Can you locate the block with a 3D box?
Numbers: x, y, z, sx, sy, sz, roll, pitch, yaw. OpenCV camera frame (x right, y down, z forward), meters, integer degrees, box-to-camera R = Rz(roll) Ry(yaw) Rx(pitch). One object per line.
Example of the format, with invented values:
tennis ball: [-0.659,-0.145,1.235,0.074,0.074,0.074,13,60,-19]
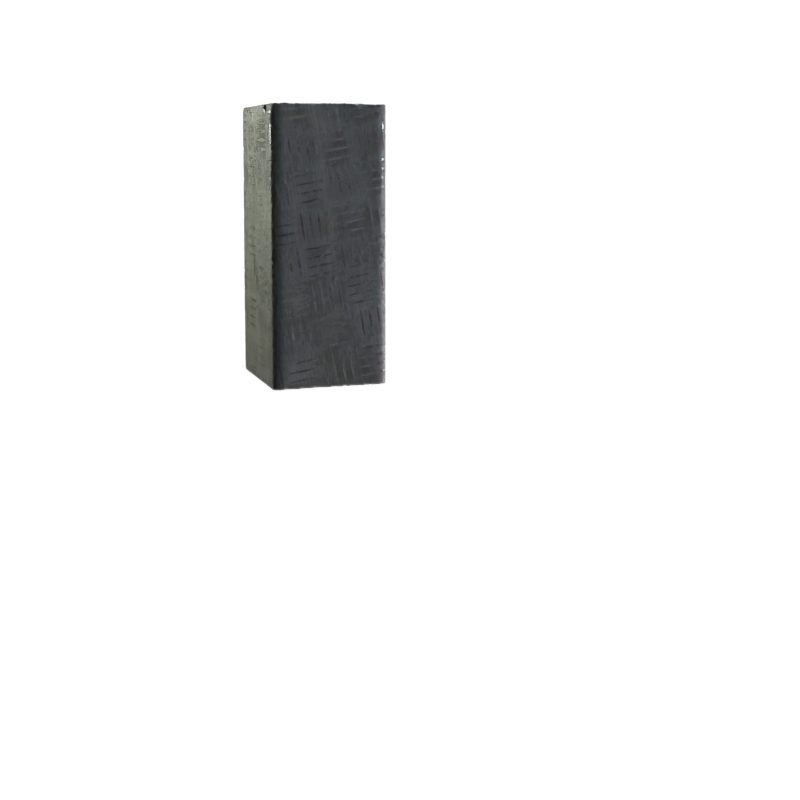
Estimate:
block: [-0.067,-0.120,0.844,0.088,0.203,0.094,-2,7,-20]
